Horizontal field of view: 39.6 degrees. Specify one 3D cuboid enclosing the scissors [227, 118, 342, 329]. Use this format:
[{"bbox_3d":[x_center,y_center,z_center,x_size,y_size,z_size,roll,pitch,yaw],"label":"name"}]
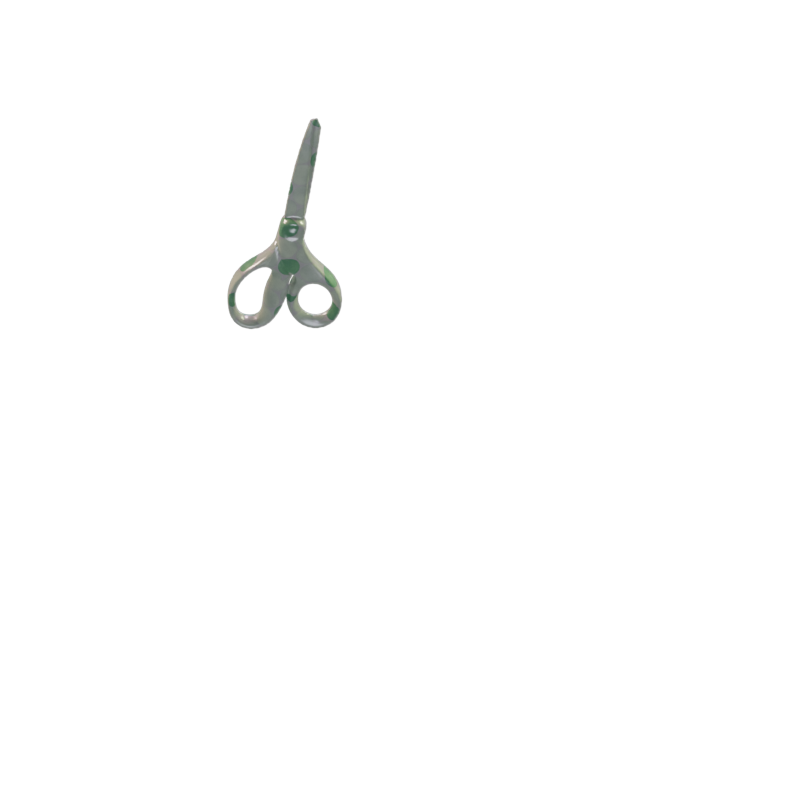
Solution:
[{"bbox_3d":[-0.063,-0.116,0.811,0.093,0.017,0.195,20,-47,-20],"label":"scissors"}]
